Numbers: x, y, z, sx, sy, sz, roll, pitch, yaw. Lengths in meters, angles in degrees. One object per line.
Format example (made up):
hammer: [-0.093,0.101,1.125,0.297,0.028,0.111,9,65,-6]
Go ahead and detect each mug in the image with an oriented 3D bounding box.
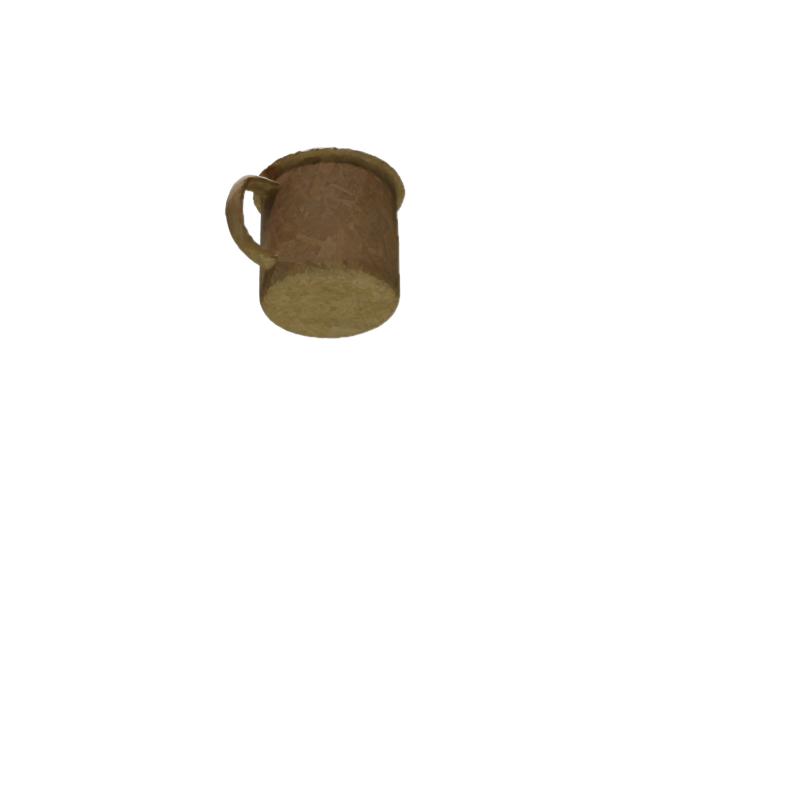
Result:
mug: [-0.051,-0.093,0.649,0.110,0.087,0.093,22,-37,-35]
